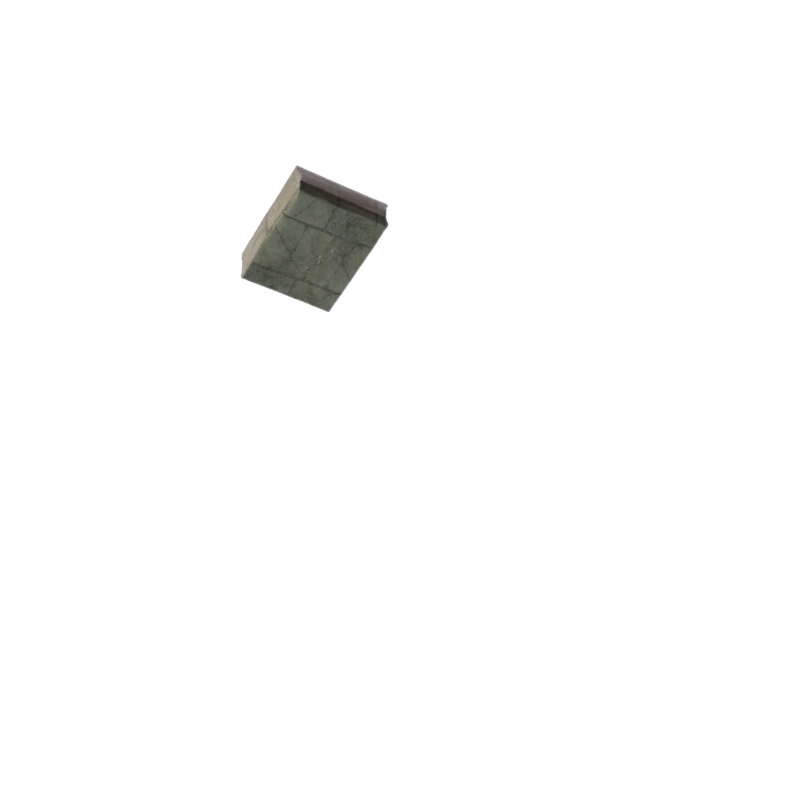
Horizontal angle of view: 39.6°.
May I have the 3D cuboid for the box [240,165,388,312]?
[{"bbox_3d":[-0.076,-0.138,0.964,0.086,0.042,0.110,22,-51,-20],"label":"box"}]
